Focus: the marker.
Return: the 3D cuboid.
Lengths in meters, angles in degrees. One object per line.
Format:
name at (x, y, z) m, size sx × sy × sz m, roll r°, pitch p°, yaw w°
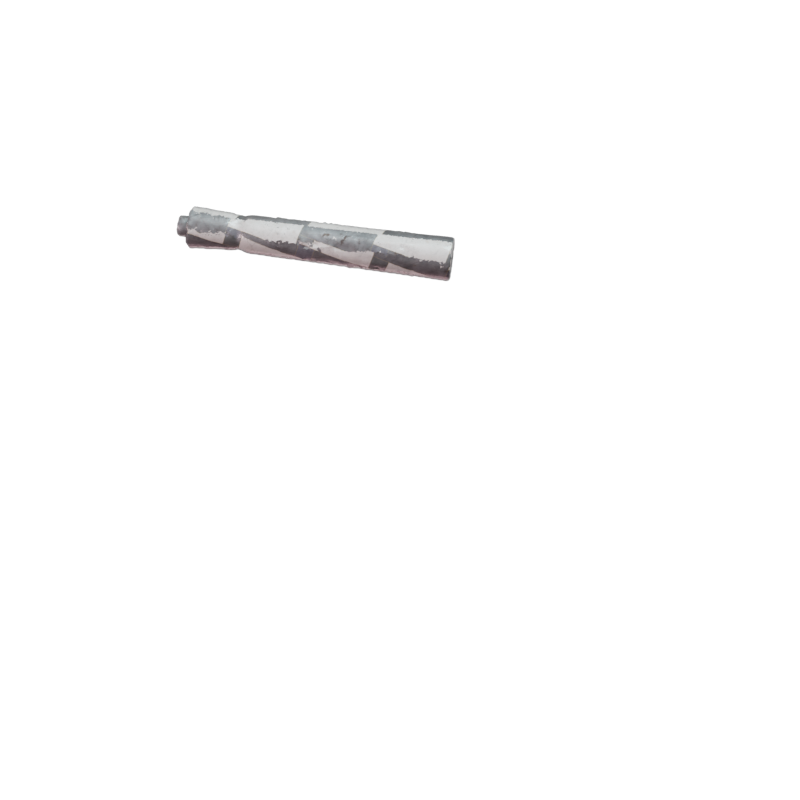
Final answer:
marker at (-0.038, -0.069, 0.481) m, size 0.123 × 0.020 × 0.020 m, roll 8°, pitch 5°, yaw 9°
